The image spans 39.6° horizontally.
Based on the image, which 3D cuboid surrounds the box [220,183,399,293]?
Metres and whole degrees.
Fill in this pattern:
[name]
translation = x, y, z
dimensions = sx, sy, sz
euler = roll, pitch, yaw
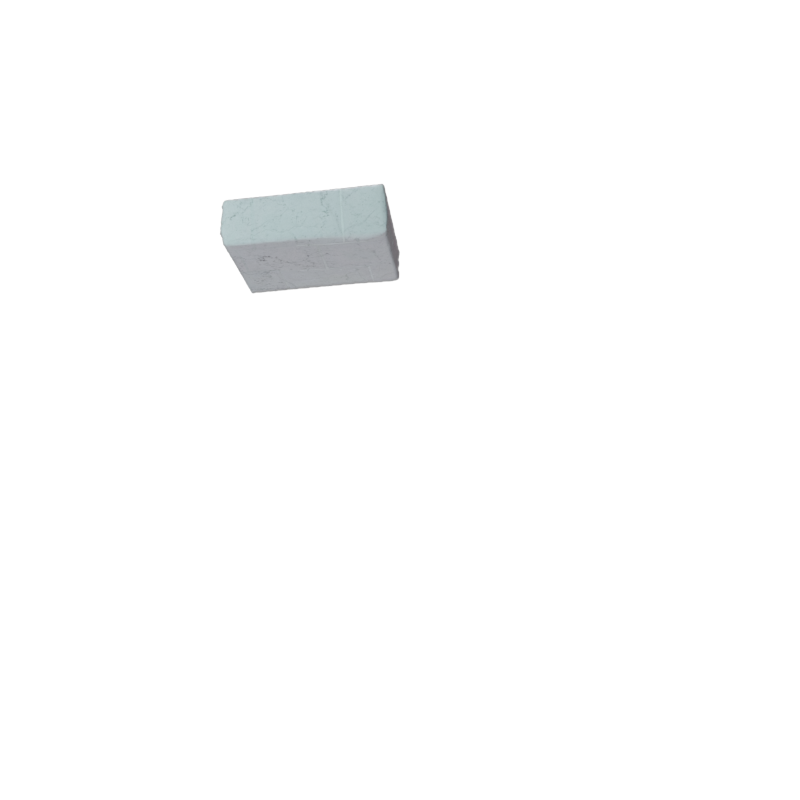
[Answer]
[box]
translation = -0.061, -0.110, 0.773
dimensions = 0.114, 0.041, 0.085
euler = -2, -18, 7
